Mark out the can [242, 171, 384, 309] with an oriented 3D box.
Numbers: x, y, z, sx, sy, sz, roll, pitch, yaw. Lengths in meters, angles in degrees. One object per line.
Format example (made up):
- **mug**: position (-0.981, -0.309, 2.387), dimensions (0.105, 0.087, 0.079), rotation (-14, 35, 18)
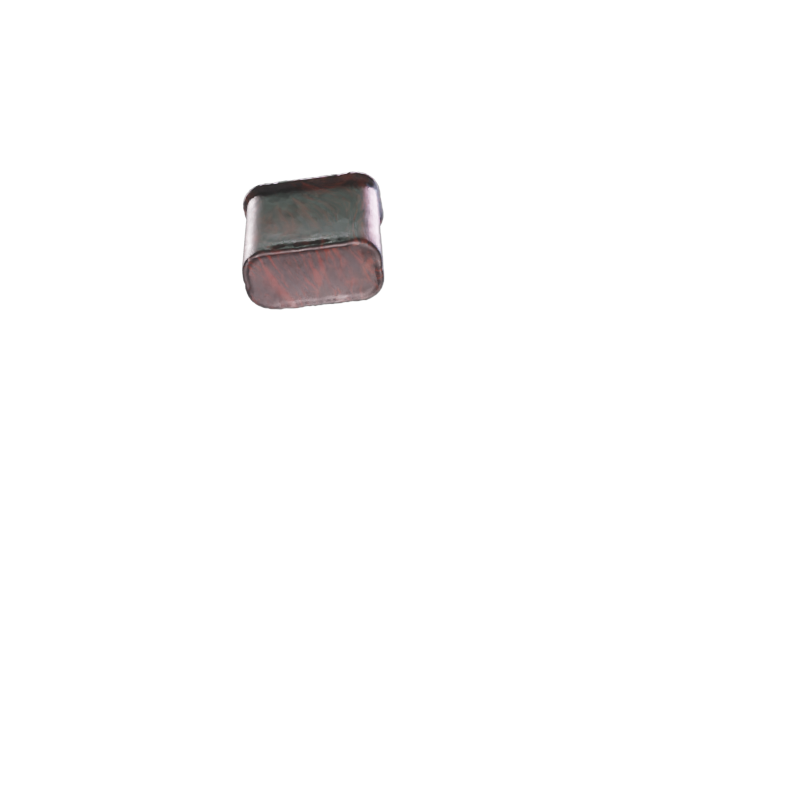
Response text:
- **can**: position (-0.062, -0.112, 0.787), dimensions (0.102, 0.053, 0.090), rotation (-7, 40, 4)
